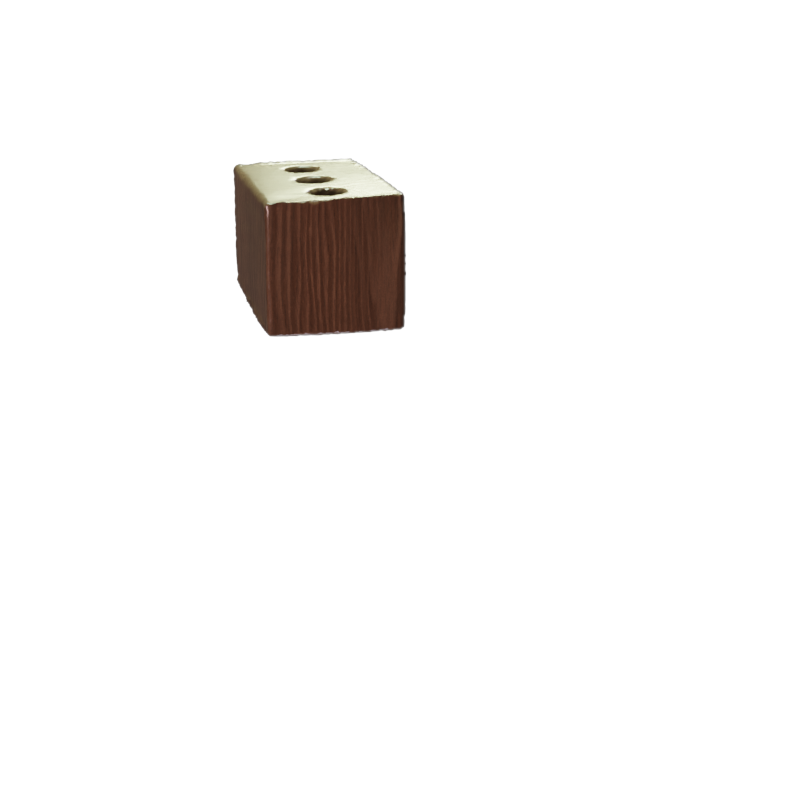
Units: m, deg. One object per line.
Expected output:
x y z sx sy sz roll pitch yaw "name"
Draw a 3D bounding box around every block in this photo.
-0.034 -0.062 0.432 0.052 0.049 0.082 -5 21 -15 "block"
